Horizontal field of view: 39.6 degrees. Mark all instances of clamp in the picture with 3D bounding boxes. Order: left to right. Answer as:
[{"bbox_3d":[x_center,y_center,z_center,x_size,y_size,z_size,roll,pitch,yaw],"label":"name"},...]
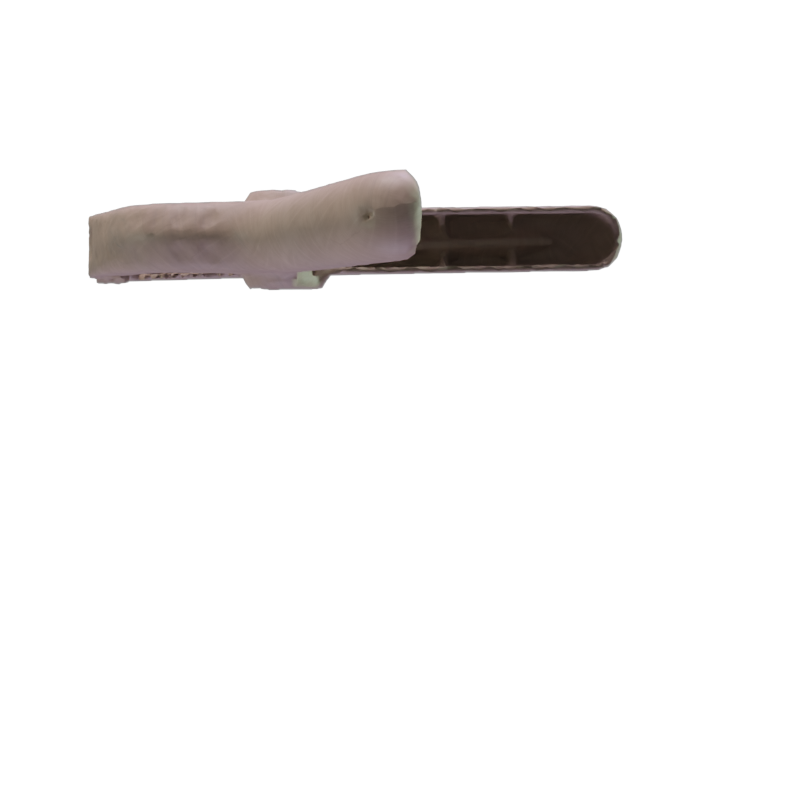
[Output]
[{"bbox_3d":[-0.033,-0.060,0.418,0.218,0.036,0.158,3,5,40],"label":"clamp"}]
